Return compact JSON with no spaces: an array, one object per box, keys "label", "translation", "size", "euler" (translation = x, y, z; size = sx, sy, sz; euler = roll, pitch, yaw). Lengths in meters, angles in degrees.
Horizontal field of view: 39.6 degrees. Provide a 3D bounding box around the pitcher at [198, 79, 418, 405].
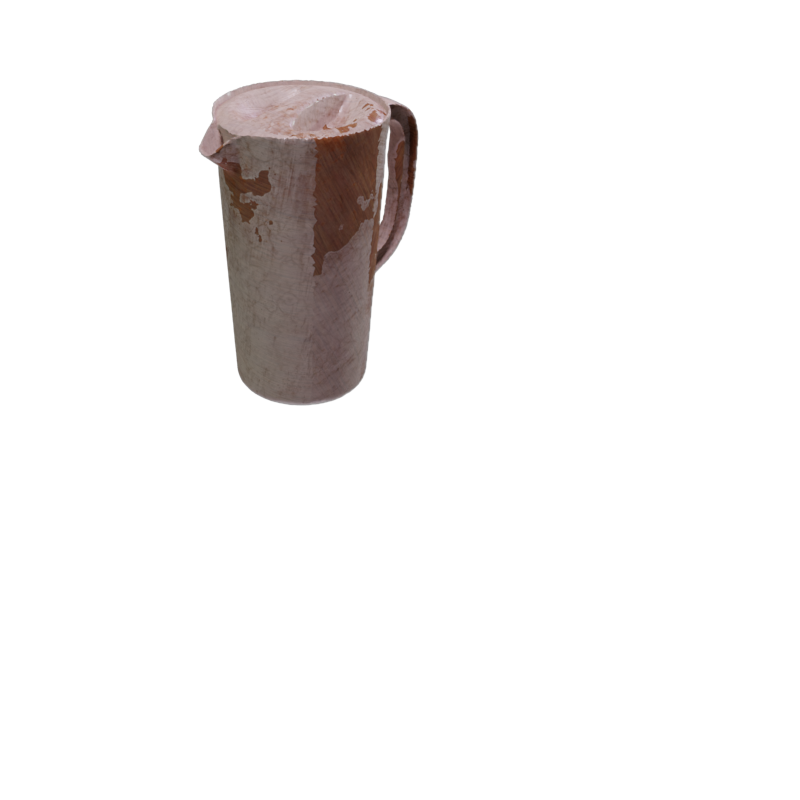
[{"label":"pitcher","translation":[-0.069,-0.125,0.879],"size":[0.151,0.229,0.152],"euler":[6,30,7]}]
